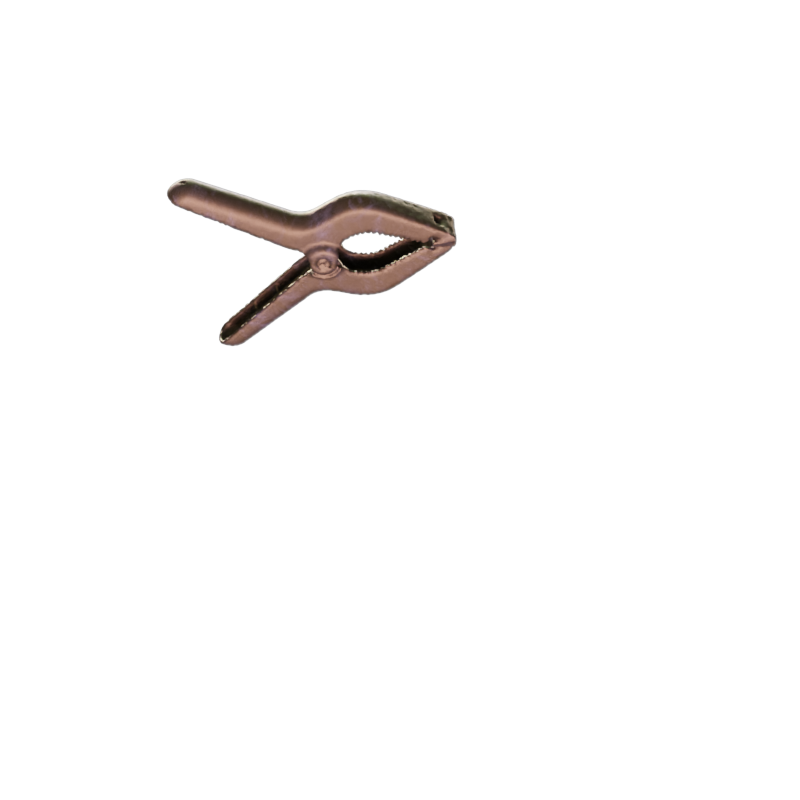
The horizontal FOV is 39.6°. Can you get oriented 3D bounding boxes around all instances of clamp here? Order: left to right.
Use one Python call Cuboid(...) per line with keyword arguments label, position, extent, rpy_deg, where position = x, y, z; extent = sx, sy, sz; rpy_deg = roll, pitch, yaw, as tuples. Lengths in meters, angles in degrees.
Cuboid(label="clamp", position=(-0.066, -0.120, 0.838), extent=(0.212, 0.039, 0.152), rpy_deg=(-12, -46, 12))
